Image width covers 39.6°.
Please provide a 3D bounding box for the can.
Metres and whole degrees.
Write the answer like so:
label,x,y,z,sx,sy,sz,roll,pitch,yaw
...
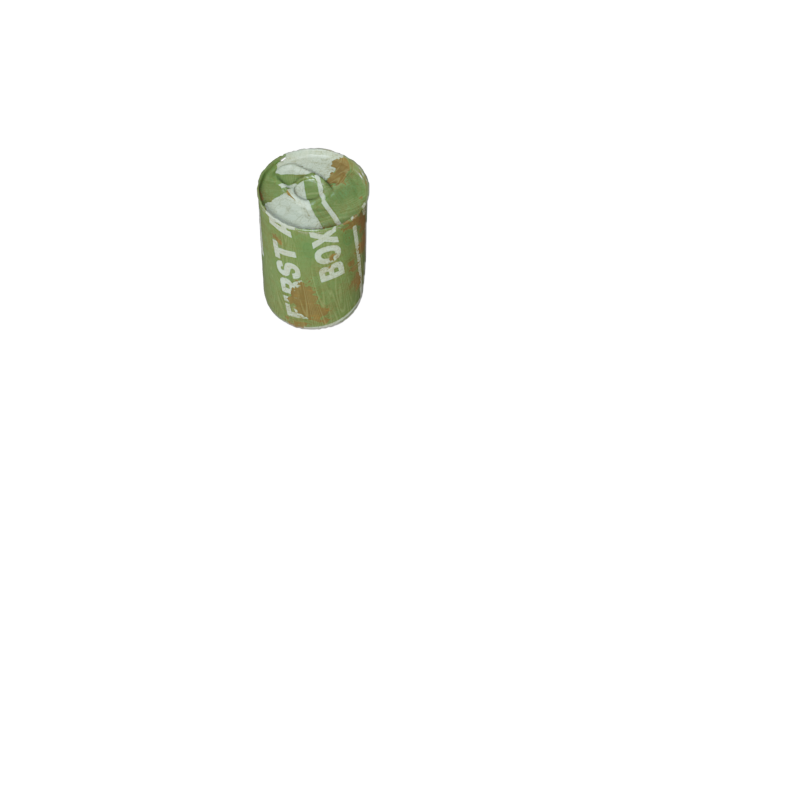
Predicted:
label,x,y,z,sx,sy,sz,roll,pitch,yaw
can,-0.055,-0.100,0.703,0.068,0.073,0.095,0,-36,-3
